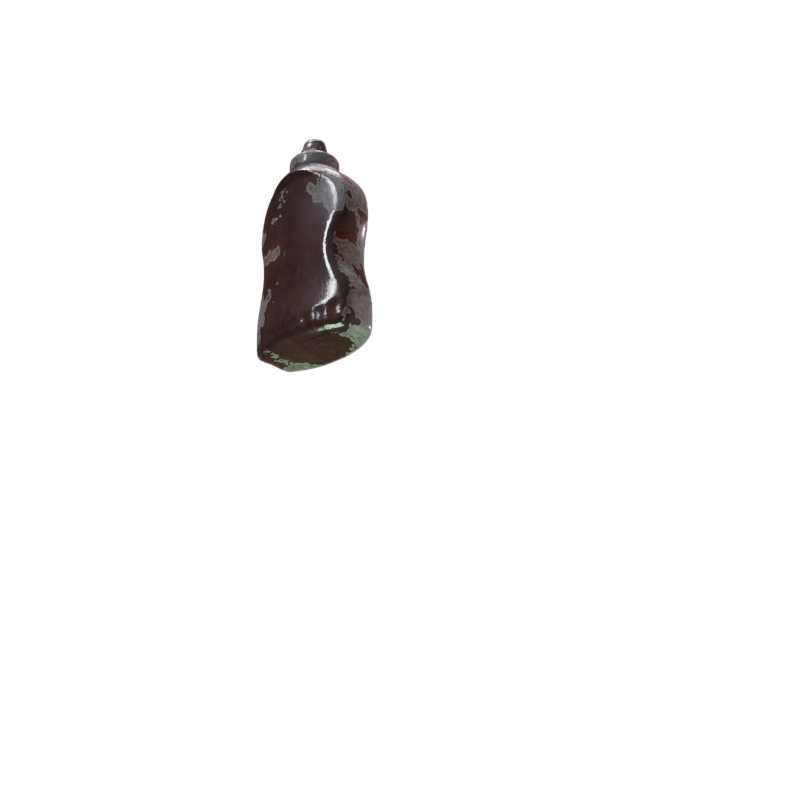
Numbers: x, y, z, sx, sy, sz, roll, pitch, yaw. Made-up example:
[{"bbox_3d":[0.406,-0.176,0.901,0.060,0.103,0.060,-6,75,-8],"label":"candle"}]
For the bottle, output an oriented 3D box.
[{"bbox_3d":[-0.068,-0.124,0.870,0.096,0.204,0.055,-26,-37,36],"label":"bottle"}]
